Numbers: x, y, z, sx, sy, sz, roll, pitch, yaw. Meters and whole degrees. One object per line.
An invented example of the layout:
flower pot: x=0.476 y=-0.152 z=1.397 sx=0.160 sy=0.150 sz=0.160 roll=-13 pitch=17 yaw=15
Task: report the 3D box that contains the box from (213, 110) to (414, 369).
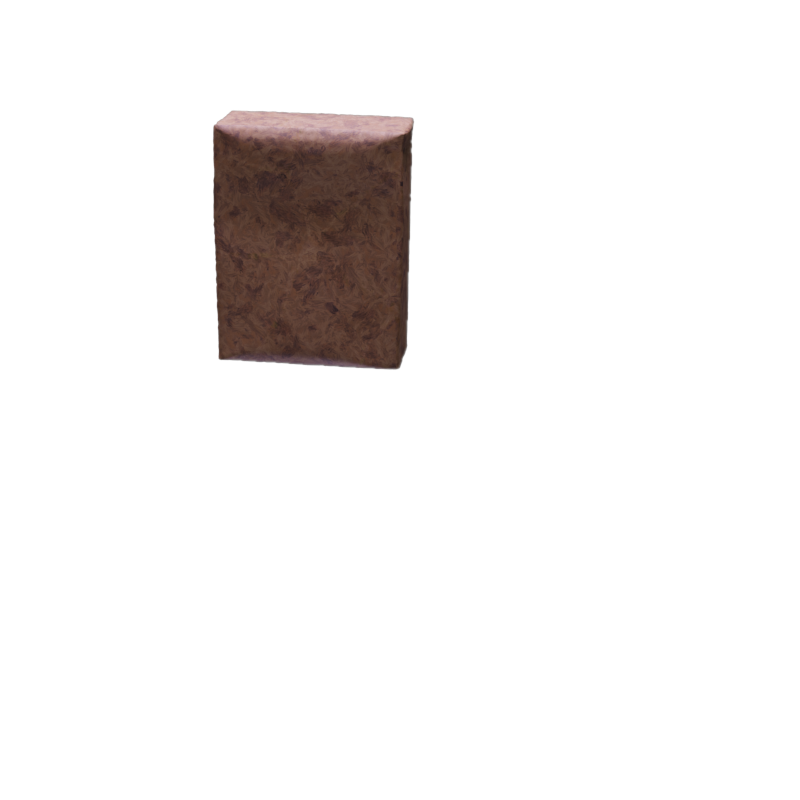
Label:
box: x=-0.075 y=-0.137 z=0.960 sx=0.166 sy=0.205 sz=0.074 roll=4 pitch=20 yaw=9
